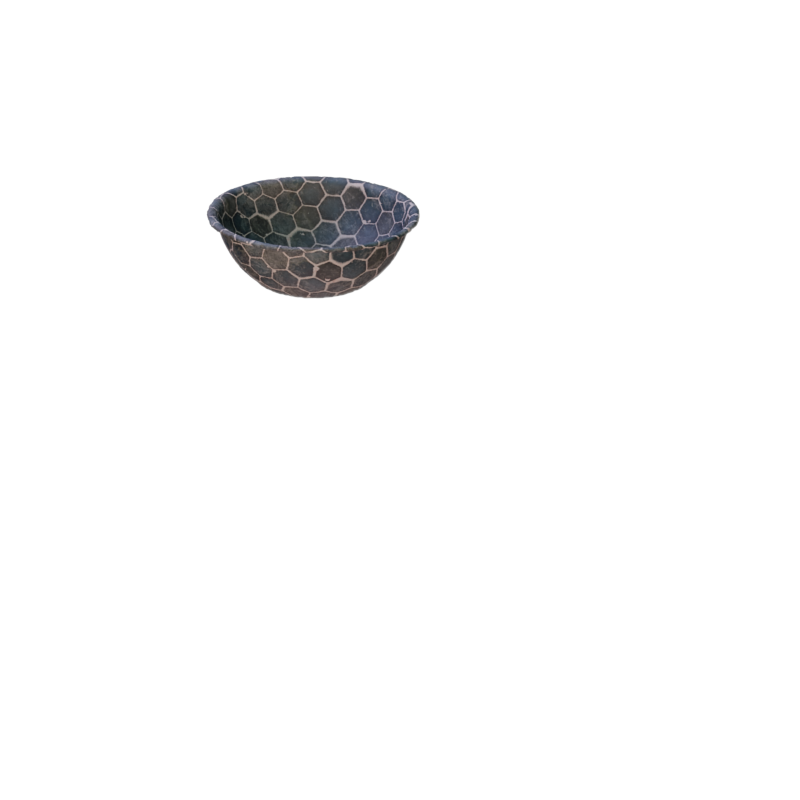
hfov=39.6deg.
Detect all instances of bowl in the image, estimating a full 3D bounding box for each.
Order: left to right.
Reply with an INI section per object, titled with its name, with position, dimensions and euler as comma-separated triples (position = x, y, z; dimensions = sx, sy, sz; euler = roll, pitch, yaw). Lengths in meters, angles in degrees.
[bowl]
position = -0.067, -0.121, 0.849
dimensions = 0.162, 0.052, 0.171
euler = -1, 28, -2
